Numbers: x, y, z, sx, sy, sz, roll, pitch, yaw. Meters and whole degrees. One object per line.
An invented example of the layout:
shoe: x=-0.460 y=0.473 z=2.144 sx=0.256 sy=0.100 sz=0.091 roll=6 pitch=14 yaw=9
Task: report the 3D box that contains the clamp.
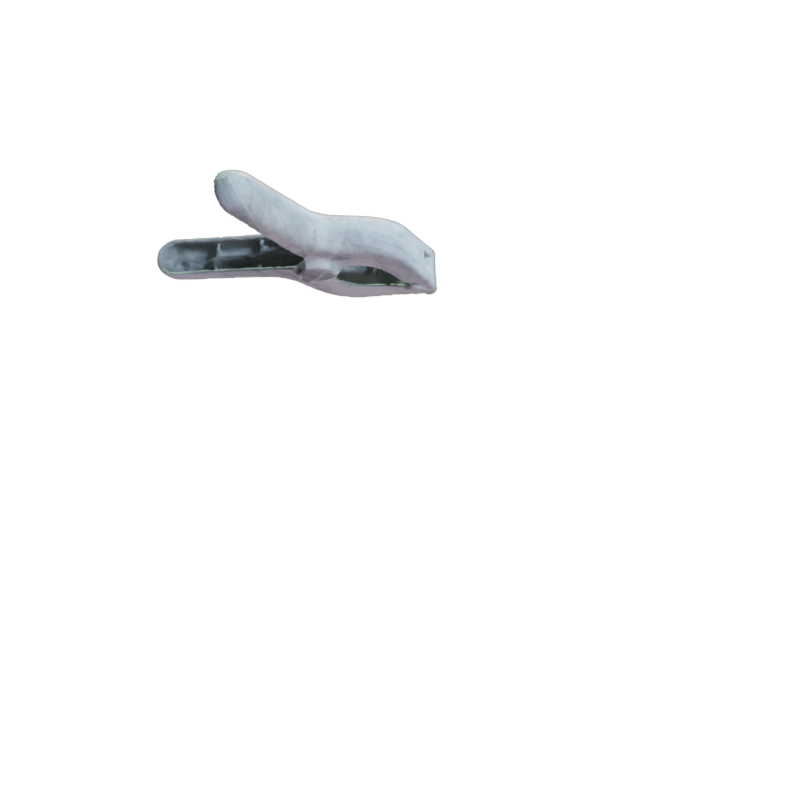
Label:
clamp: x=-0.051 y=-0.094 z=0.657 sx=0.168 sy=0.041 sz=0.118 roll=3 pitch=-12 yaw=-16
